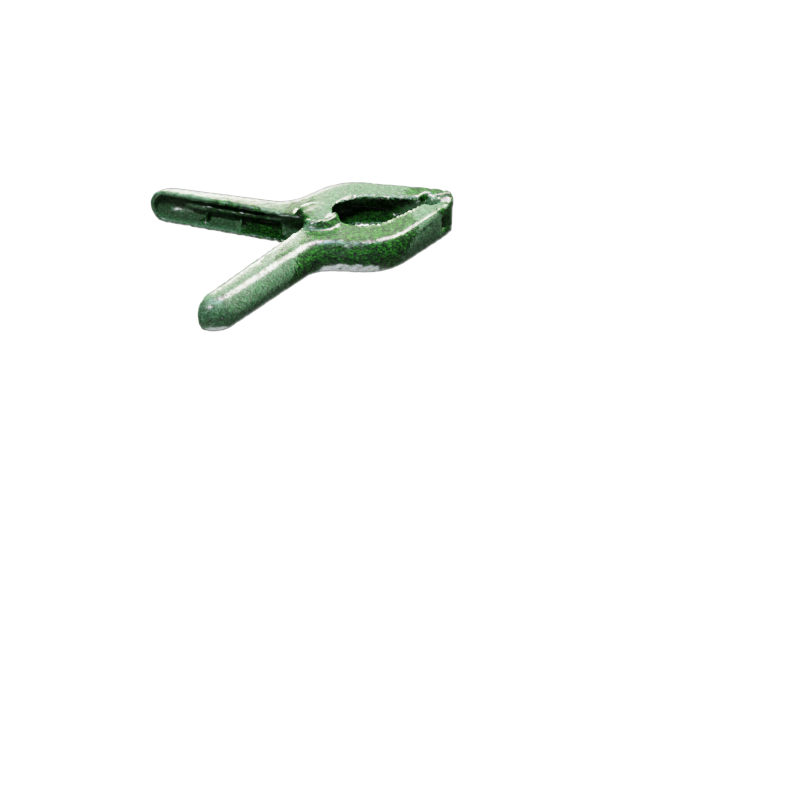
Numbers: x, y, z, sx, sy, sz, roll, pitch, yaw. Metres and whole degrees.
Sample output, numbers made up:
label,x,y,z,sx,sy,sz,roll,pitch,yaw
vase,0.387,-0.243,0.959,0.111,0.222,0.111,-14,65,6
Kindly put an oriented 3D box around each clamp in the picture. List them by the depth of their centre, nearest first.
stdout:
label,x,y,z,sx,sy,sz,roll,pitch,yaw
clamp,-0.059,-0.108,0.756,0.208,0.034,0.178,-8,38,-10
